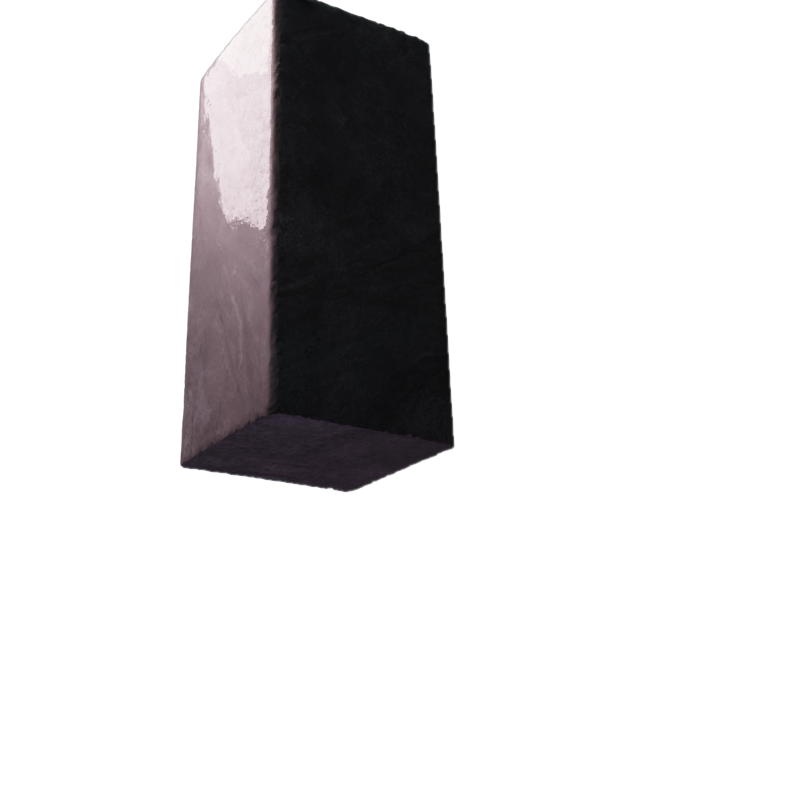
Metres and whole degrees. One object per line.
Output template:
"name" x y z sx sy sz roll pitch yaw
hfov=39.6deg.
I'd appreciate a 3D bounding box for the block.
"block" -0.040 -0.074 0.519 0.087 0.218 0.089 13 -29 -30
